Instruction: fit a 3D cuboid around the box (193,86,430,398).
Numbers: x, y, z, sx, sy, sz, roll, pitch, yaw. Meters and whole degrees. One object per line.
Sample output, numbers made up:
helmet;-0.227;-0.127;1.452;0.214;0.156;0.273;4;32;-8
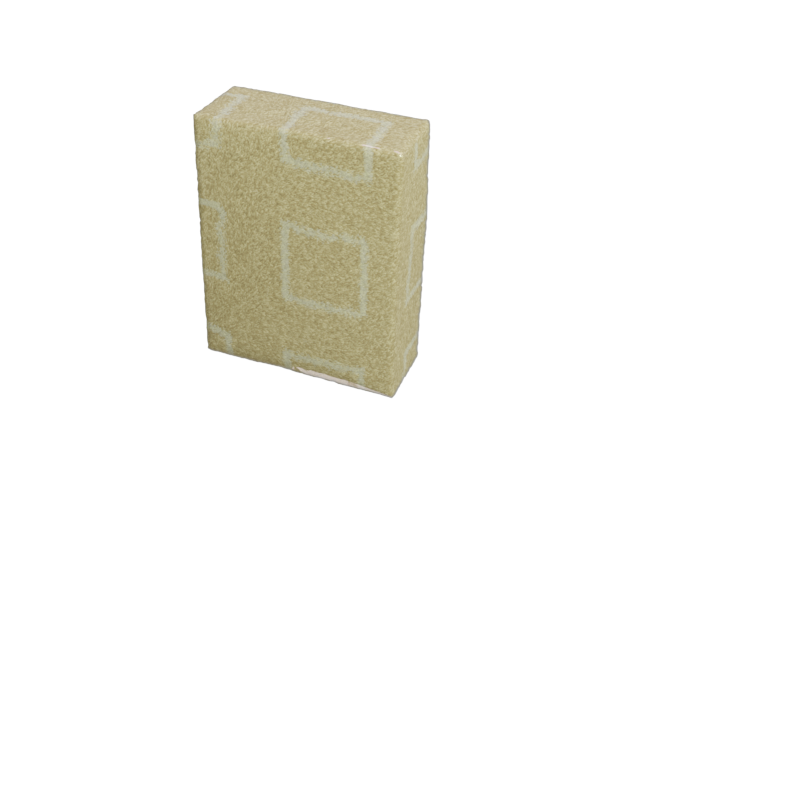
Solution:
box;-0.067;-0.121;0.850;0.170;0.200;0.074;15;36;18
